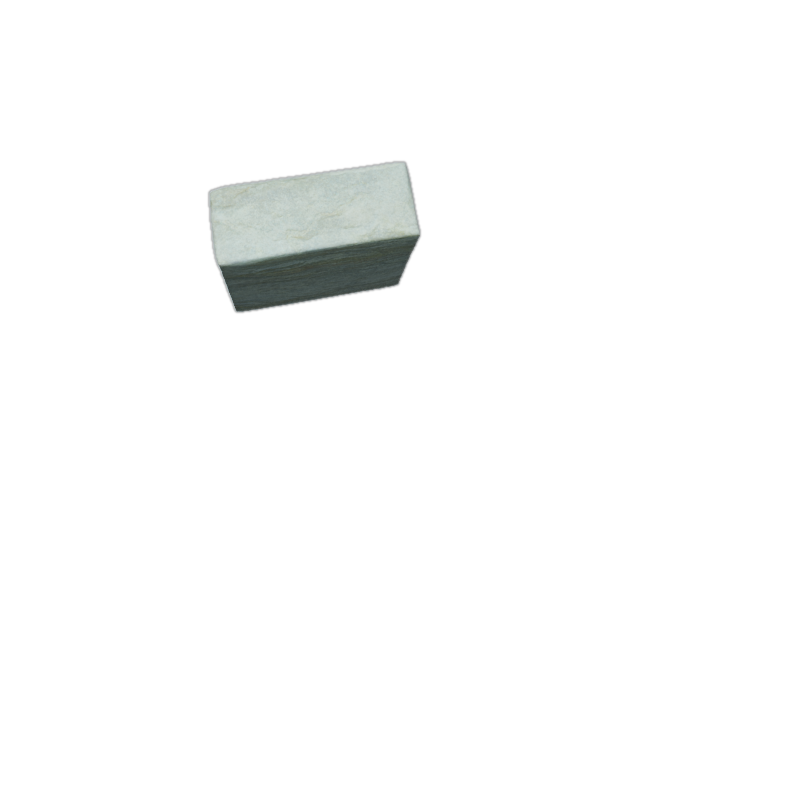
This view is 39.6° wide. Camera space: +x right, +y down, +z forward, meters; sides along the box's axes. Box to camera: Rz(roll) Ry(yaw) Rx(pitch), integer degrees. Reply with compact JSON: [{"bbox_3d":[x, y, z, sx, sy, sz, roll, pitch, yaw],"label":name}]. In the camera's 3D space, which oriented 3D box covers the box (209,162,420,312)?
[{"bbox_3d":[-0.076,-0.139,0.977,0.163,0.074,0.209,-9,-6,-4],"label":"box"}]
